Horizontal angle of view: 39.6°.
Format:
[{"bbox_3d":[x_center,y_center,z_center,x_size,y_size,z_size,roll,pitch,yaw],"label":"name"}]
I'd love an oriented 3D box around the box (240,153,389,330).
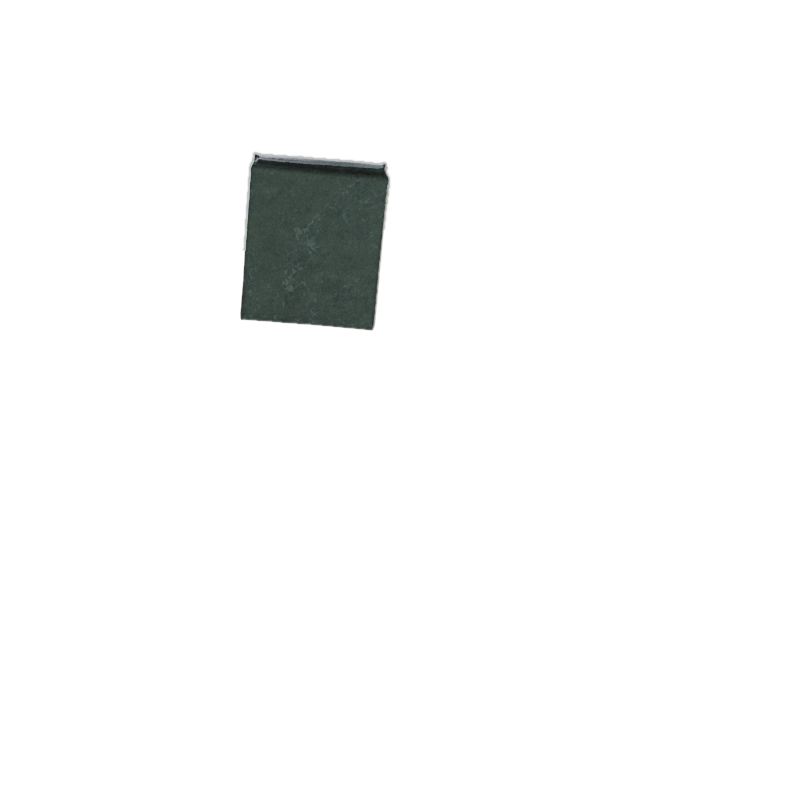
[{"bbox_3d":[-0.047,-0.085,0.597,0.073,0.086,0.031,5,18,-2],"label":"box"}]
